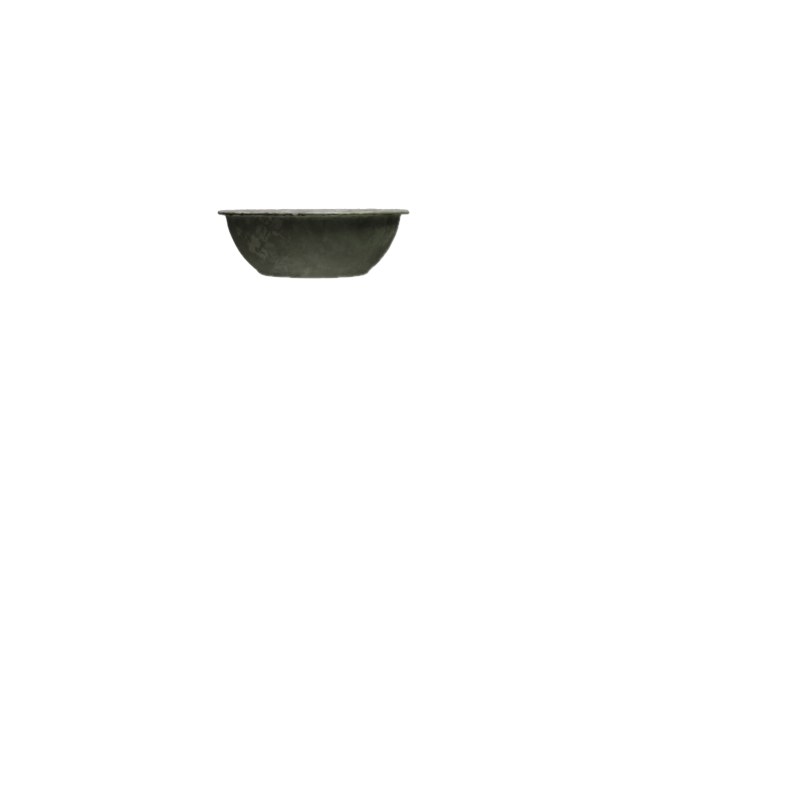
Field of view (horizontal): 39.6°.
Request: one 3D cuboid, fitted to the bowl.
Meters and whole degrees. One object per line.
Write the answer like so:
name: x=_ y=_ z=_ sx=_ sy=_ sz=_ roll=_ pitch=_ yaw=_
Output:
bowl: x=-0.073 y=-0.133 z=0.935 sx=0.162 sy=0.054 sz=0.165 roll=0 pitch=10 yaw=-2
